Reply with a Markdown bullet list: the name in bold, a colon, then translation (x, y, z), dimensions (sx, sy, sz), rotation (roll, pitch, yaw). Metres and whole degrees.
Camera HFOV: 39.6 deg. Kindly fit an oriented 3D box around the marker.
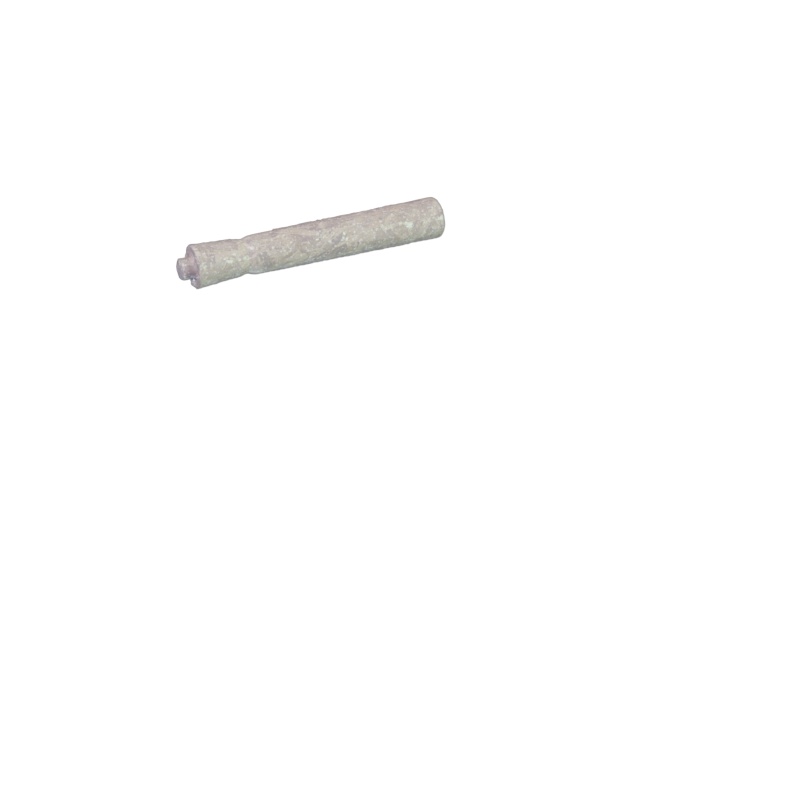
- **marker**: translation (-0.037, -0.068, 0.474), dimensions (0.119, 0.019, 0.020), rotation (-15, 10, -23)
